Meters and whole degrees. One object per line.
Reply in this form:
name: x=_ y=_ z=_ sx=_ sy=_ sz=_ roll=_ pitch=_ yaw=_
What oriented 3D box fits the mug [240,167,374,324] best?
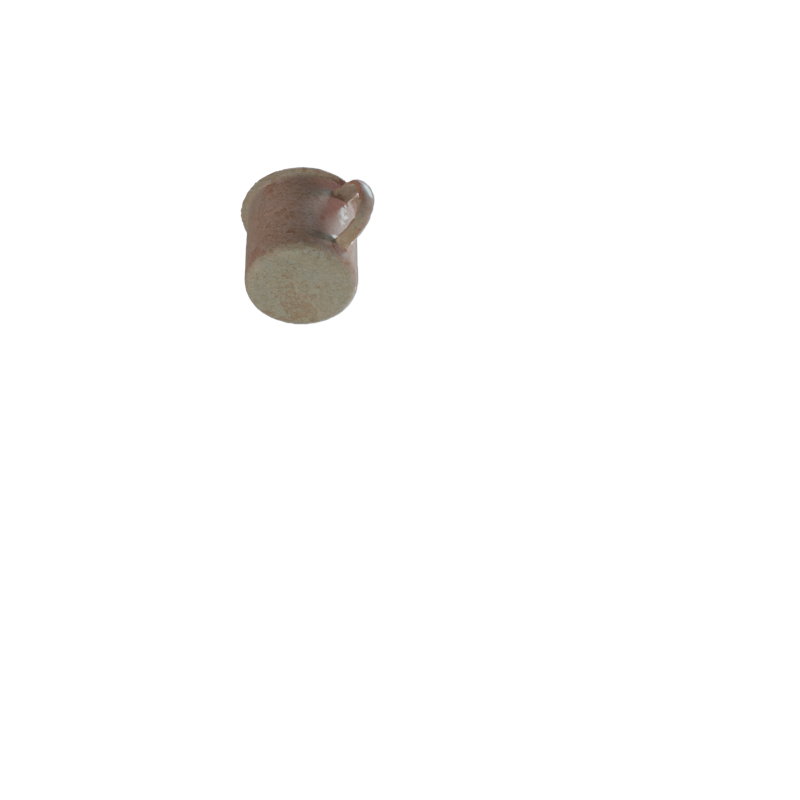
mug: x=-0.063 y=-0.116 z=0.809 sx=0.116 sy=0.087 sz=0.087 roll=-32 pitch=-51 yaw=28
